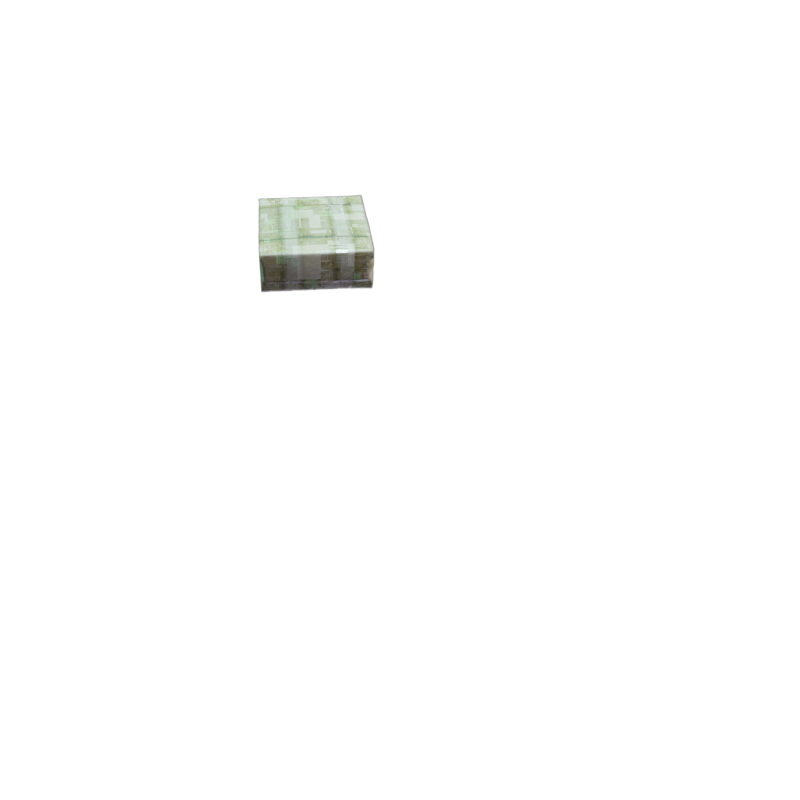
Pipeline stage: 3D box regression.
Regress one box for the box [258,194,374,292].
[{"bbox_3d":[-0.071,-0.129,0.905,0.089,0.037,0.121,-2,30,-5],"label":"box"}]
